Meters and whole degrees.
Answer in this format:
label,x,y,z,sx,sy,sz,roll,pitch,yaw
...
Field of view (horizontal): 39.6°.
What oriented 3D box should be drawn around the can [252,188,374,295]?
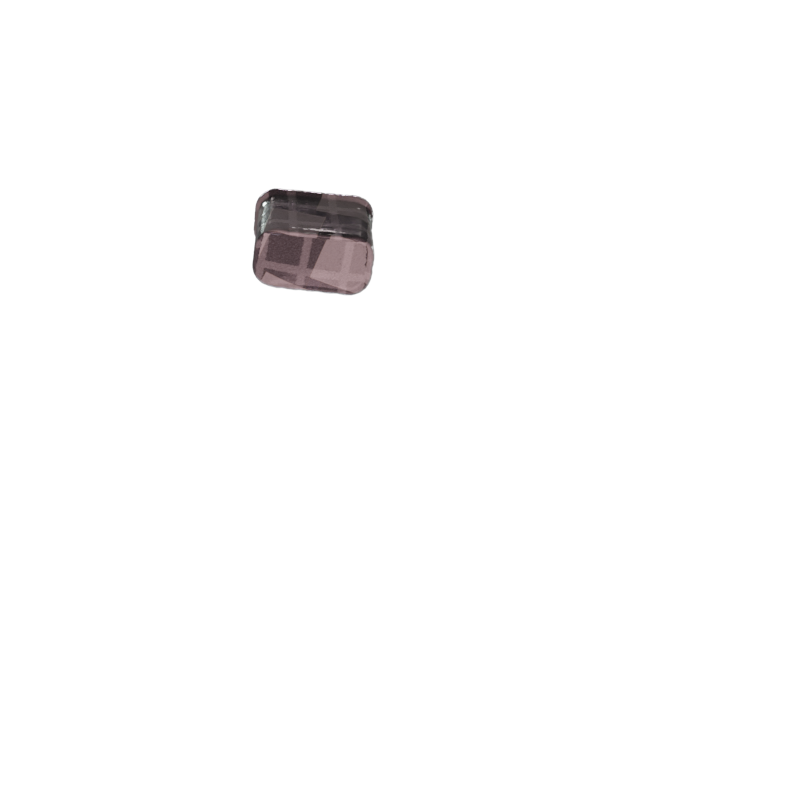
label,x,y,z,sx,sy,sz,roll,pitch,yaw
can,-0.072,-0.131,0.919,0.101,0.054,0.089,4,29,-4
